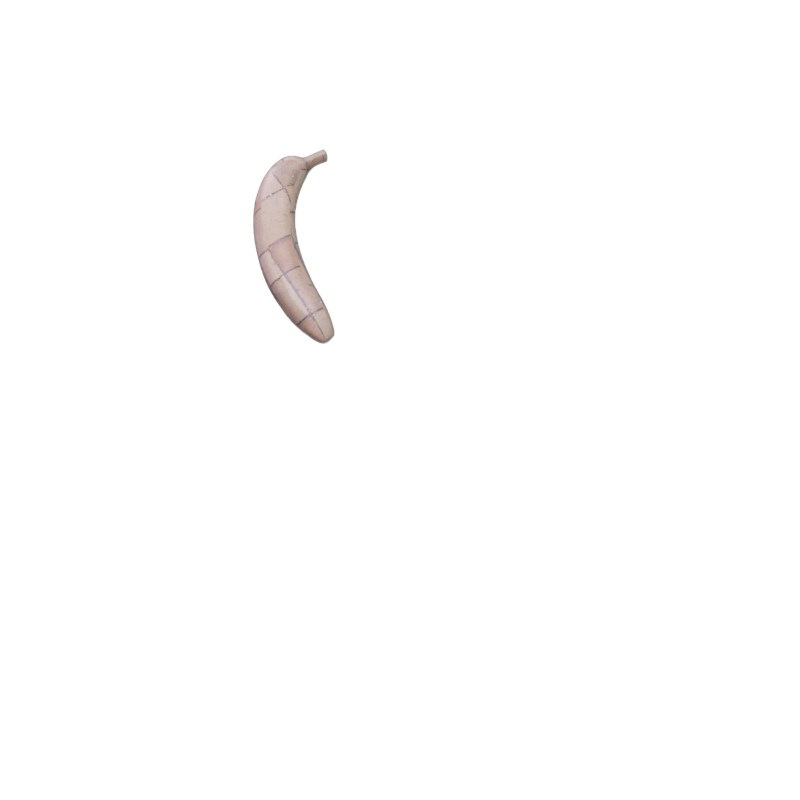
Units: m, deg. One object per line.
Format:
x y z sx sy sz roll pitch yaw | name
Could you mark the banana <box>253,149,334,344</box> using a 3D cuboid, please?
-0.095 -0.143 0.982 0.069 0.210 0.035 -2 -26 -2 | banana
